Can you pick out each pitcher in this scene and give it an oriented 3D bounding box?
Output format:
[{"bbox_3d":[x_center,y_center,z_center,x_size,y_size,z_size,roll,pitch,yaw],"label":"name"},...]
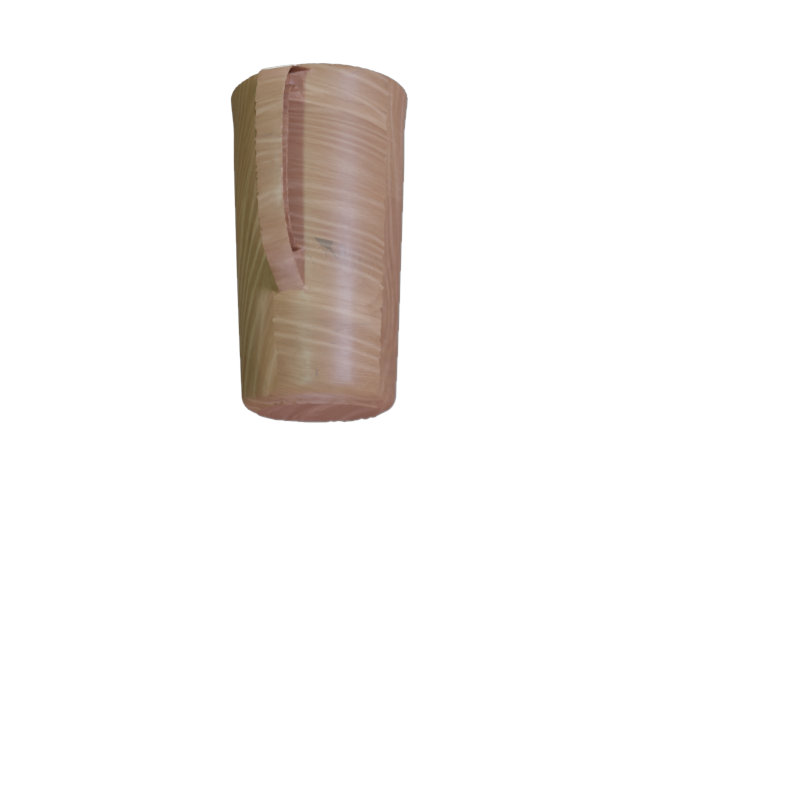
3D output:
[{"bbox_3d":[-0.062,-0.113,0.794,0.143,0.253,0.145,8,-17,-29],"label":"pitcher"}]
